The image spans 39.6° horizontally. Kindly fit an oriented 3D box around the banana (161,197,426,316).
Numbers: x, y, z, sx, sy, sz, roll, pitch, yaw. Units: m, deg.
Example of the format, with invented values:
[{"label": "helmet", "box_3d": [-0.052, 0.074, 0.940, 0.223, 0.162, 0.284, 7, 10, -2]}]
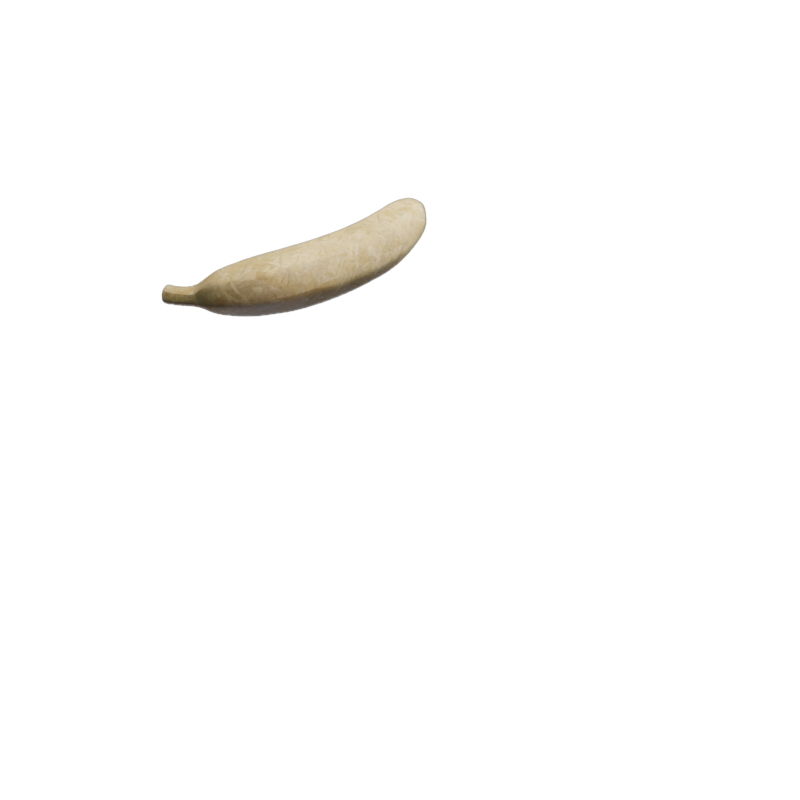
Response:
[{"label": "banana", "box_3d": [-0.046, -0.090, 0.684, 0.195, 0.035, 0.075, -23, 39, -31]}]
